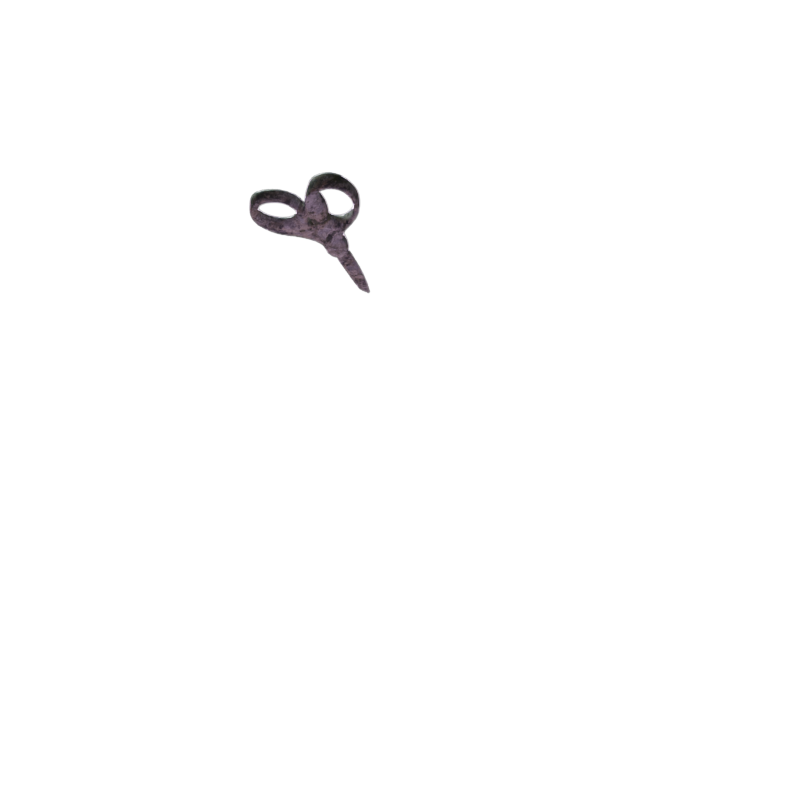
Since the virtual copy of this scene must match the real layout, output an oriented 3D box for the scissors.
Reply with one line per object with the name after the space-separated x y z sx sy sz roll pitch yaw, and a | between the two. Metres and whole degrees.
-0.072 -0.132 0.921 0.096 0.017 0.191 0 -21 -1 | scissors
